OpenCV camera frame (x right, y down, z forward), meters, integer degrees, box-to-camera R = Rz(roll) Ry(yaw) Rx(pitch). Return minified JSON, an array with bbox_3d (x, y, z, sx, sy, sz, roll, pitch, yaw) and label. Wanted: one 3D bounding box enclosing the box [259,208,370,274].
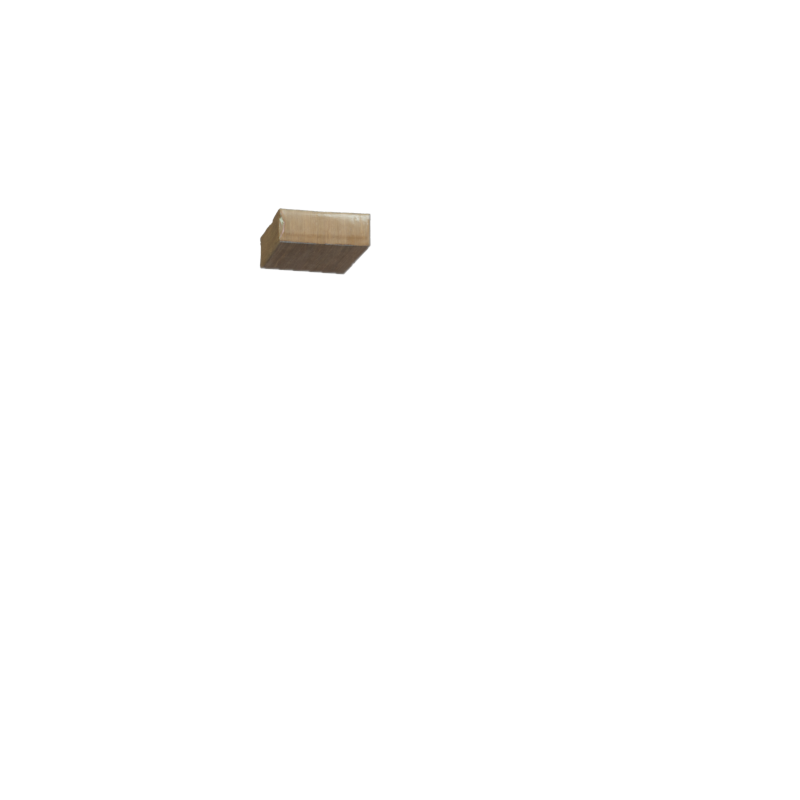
[{"bbox_3d":[-0.069,-0.126,0.886,0.072,0.031,0.088,2,-9,-15],"label":"box"}]
